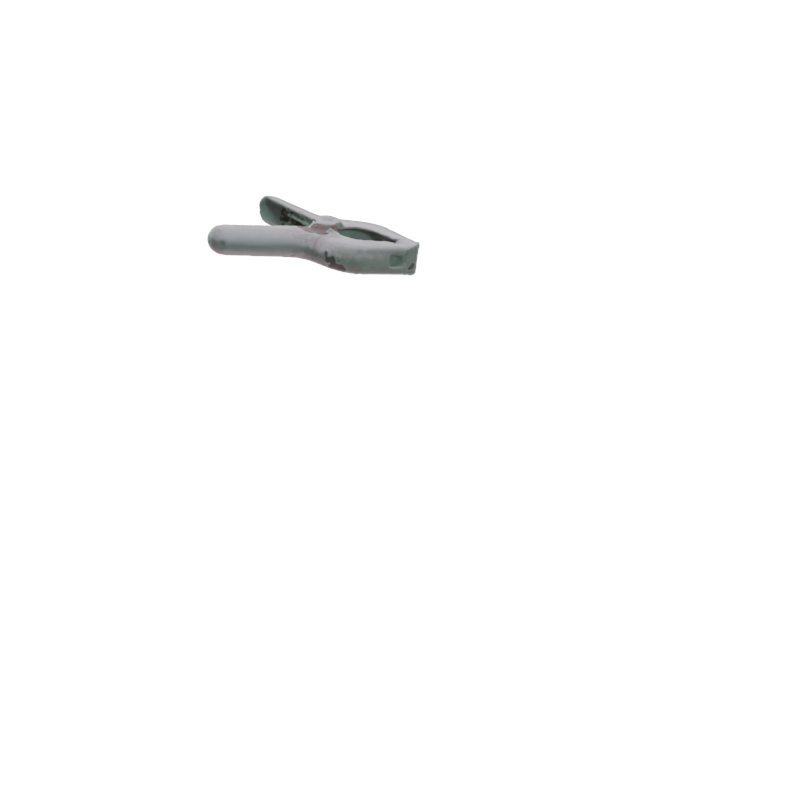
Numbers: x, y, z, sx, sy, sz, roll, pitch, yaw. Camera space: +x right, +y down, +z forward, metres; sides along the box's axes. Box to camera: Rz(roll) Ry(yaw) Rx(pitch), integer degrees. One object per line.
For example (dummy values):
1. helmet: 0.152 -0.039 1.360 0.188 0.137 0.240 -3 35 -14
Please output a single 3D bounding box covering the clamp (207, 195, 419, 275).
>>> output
1. clamp: -0.073 -0.133 0.932 0.179 0.037 0.122 15 33 25
